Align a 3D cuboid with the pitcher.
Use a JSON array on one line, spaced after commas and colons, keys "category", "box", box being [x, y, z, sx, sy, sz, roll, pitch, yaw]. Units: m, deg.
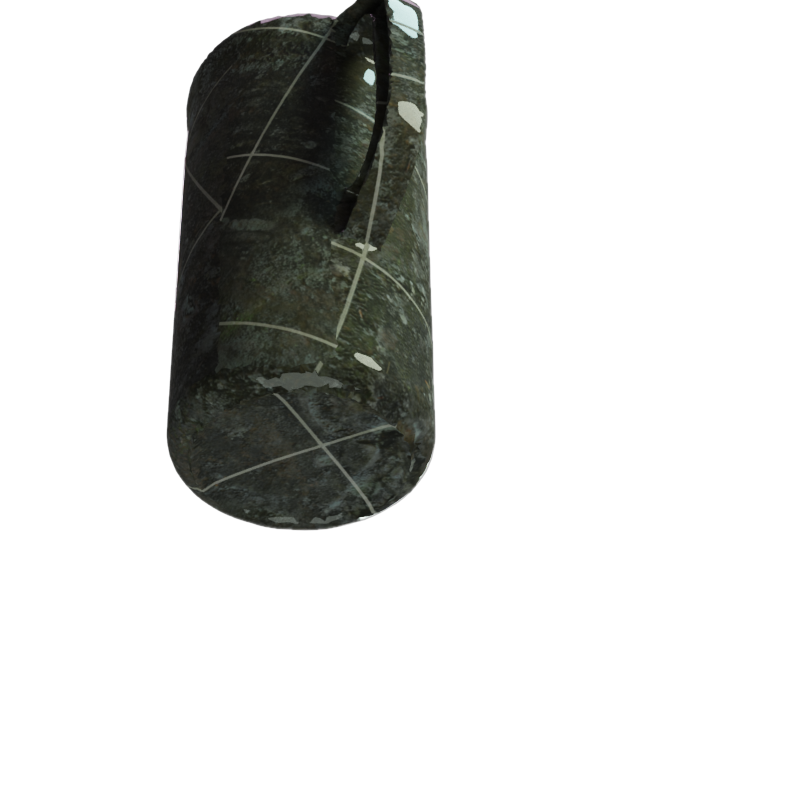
[{"category": "pitcher", "box": [-0.041, -0.074, 0.520, 0.146, 0.261, 0.138, -13, -45, 9]}]
